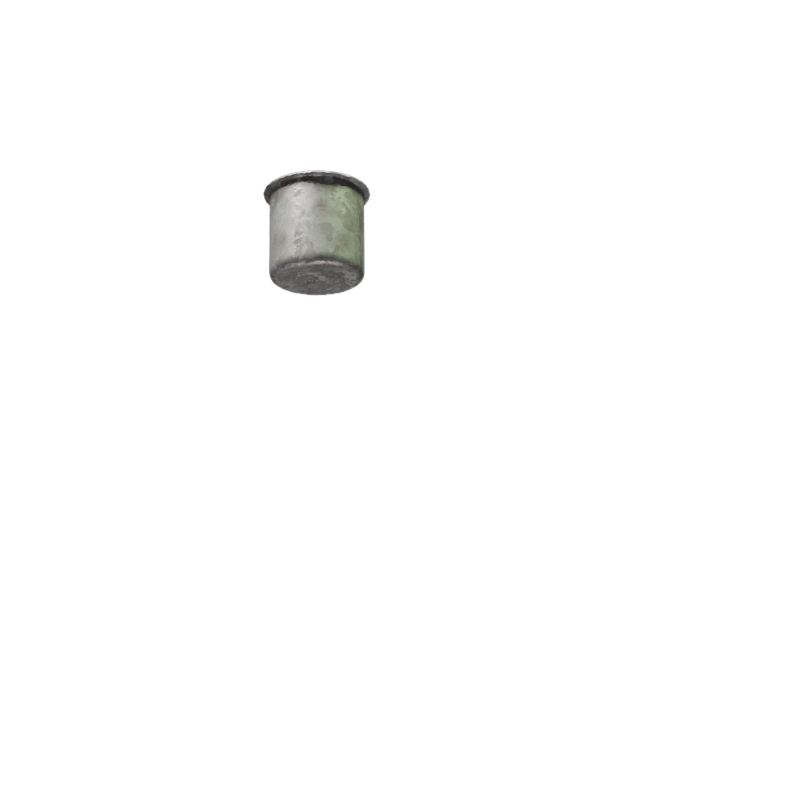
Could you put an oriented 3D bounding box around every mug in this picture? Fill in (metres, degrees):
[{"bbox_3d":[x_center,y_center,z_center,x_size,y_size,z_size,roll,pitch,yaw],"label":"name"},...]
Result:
[{"bbox_3d":[-0.075,-0.137,0.963,0.091,0.086,0.114,5,-20,-17],"label":"mug"}]
